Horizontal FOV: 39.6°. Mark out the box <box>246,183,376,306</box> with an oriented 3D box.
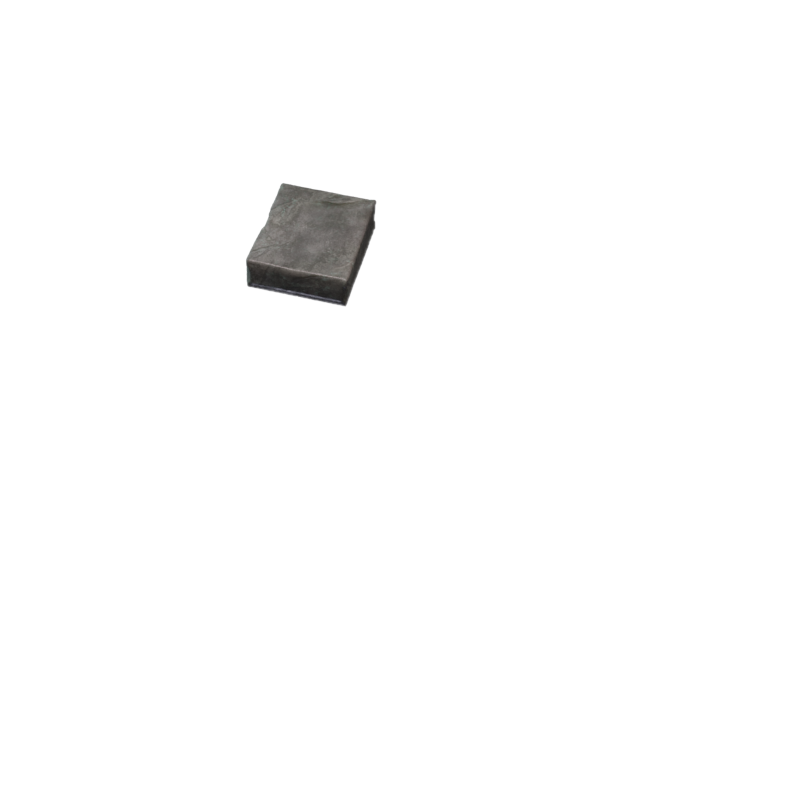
[{"bbox_3d":[-0.062,-0.113,0.791,0.074,0.094,0.028,11,-41,9],"label":"box"}]
